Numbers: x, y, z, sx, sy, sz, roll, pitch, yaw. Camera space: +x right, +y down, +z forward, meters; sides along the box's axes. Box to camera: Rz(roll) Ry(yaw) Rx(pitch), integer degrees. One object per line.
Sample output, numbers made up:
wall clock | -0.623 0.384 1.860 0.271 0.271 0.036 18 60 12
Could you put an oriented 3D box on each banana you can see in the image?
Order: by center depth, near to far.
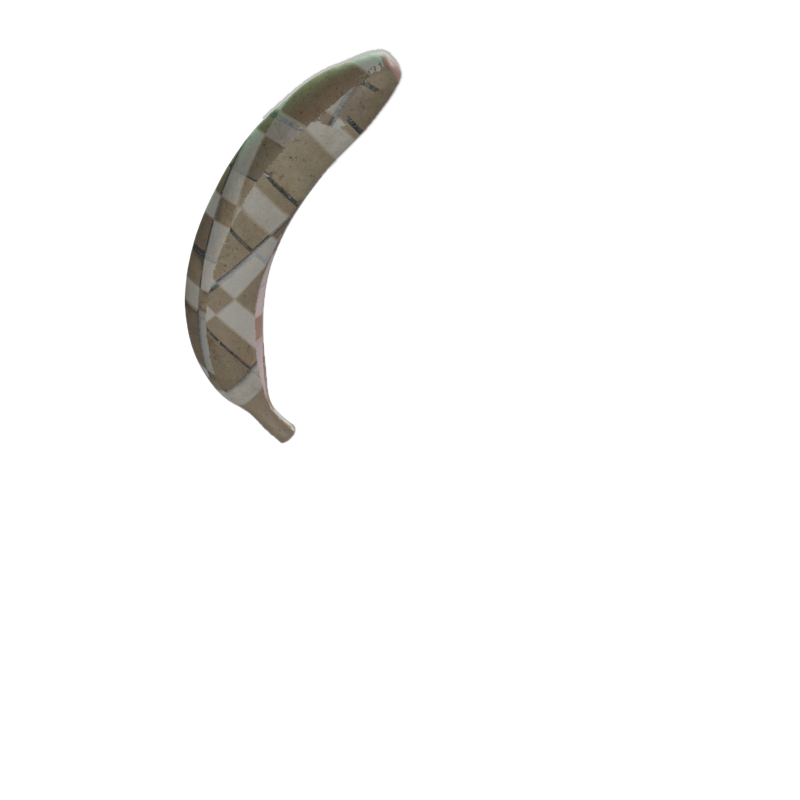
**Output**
banana | -0.059 -0.073 0.508 0.069 0.189 0.039 14 27 -9
